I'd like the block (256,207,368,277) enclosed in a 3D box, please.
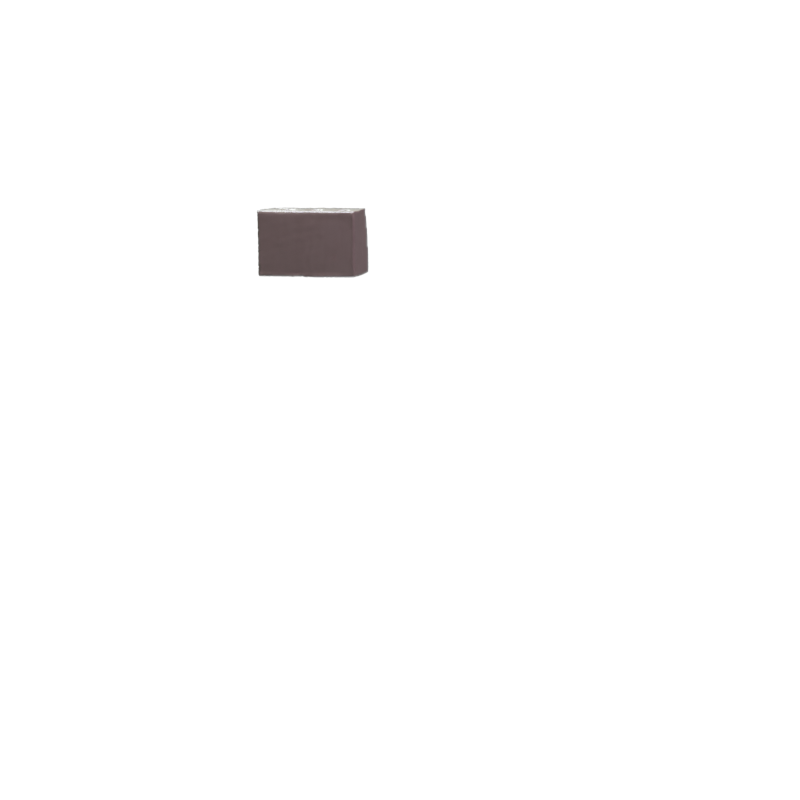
[{"bbox_3d":[-0.067,-0.122,0.857,0.079,0.051,0.053,2,8,11],"label":"block"}]
